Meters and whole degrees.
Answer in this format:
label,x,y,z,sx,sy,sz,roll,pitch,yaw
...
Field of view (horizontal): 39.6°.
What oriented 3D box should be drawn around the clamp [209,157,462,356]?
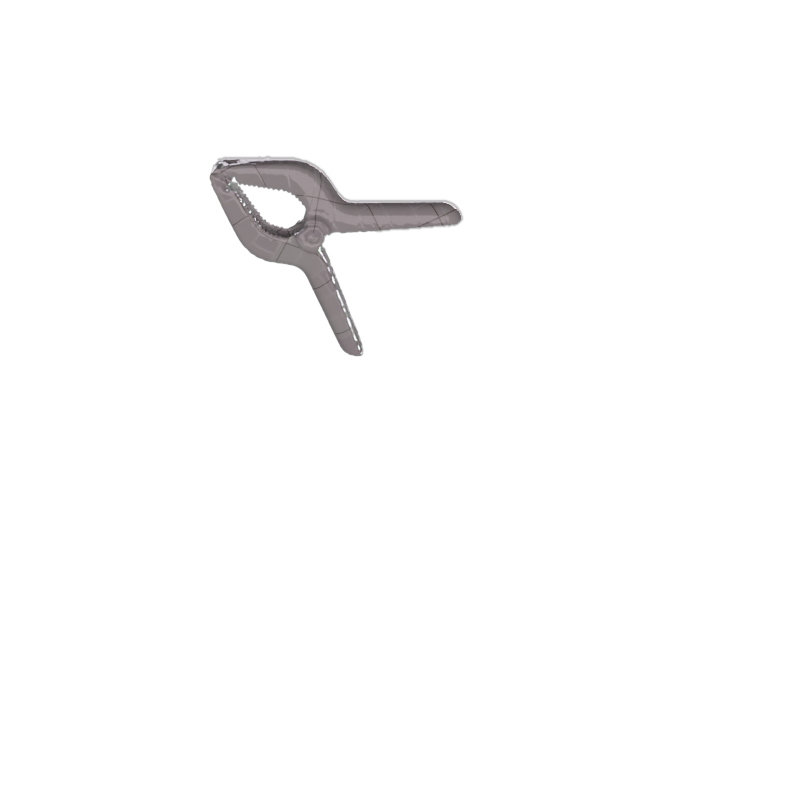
label,x,y,z,sx,sy,sz,roll,pitch,yaw
clamp,-0.075,-0.136,0.955,0.206,0.160,0.038,25,20,-10
